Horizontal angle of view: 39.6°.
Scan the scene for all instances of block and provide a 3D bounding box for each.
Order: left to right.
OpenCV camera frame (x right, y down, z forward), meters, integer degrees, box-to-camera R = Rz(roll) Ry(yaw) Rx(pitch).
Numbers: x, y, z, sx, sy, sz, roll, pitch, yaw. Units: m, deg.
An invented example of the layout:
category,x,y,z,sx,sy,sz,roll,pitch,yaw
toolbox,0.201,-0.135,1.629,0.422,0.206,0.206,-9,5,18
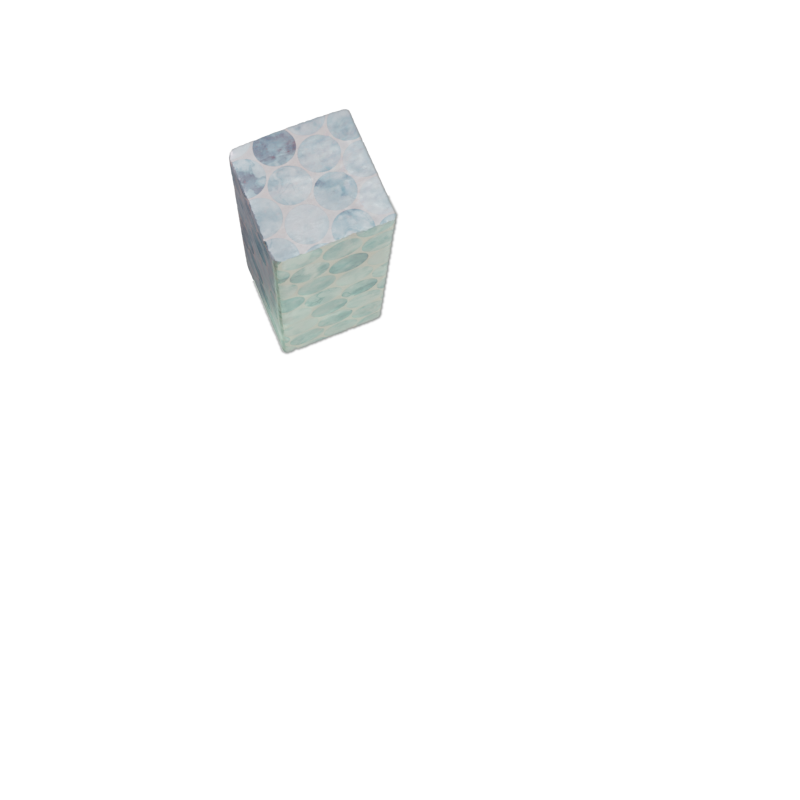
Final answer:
category,x,y,z,sx,sy,sz,roll,pitch,yaw
block,-0.065,-0.118,0.827,0.090,0.095,0.198,-21,-13,-9
